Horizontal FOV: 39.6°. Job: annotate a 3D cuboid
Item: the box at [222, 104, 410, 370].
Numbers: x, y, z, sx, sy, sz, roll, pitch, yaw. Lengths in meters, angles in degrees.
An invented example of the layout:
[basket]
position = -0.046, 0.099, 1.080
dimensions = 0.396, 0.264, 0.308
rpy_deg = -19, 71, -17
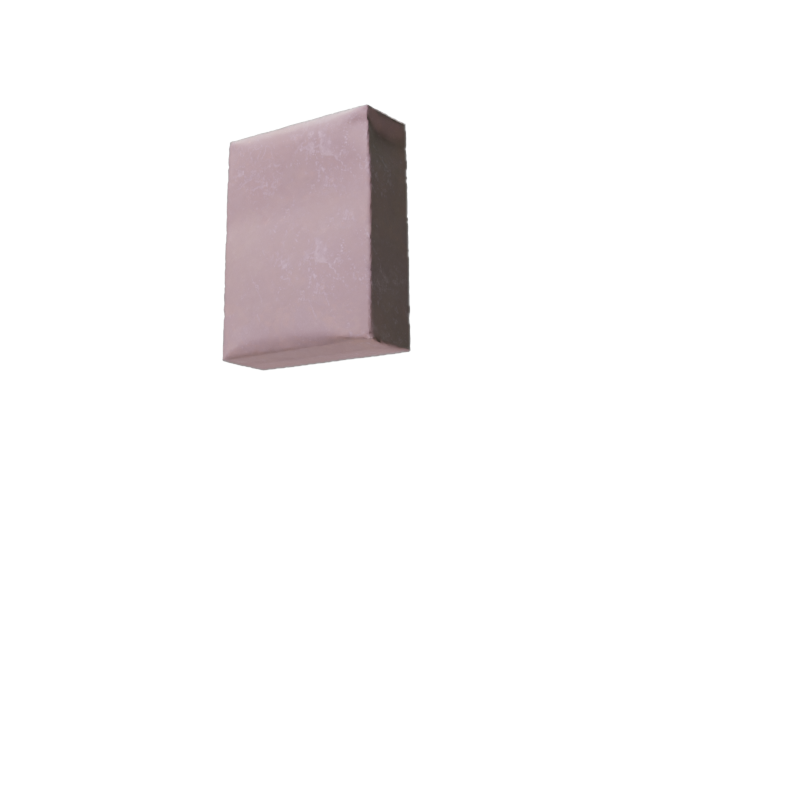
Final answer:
[box]
position = -0.078, -0.143, 1.000
dimensions = 0.168, 0.221, 0.068
rpy_deg = -9, -17, 33
